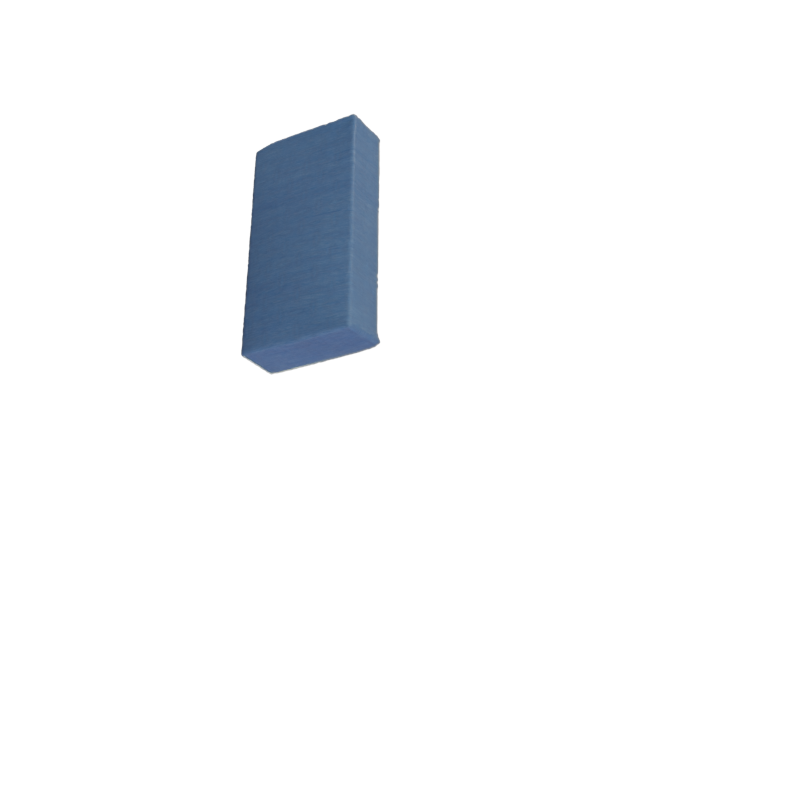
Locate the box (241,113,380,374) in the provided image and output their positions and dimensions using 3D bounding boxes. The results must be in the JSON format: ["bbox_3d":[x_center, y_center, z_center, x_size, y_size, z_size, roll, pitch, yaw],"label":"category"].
[{"bbox_3d":[-0.063,-0.114,0.801,0.095,0.187,0.045,-16,-30,27],"label":"box"}]
